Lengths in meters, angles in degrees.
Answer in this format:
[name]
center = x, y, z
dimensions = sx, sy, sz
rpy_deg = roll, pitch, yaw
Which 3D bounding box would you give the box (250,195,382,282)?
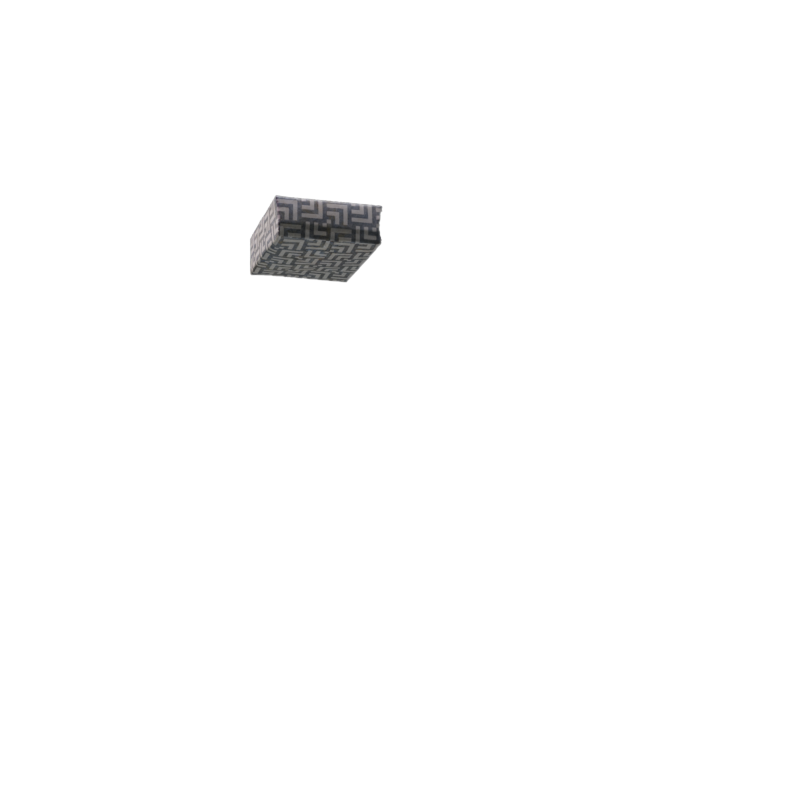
[box]
center = -0.073, -0.133, 0.931
dimensions = 0.088, 0.040, 0.112
rpy_deg = 3, -11, -16
